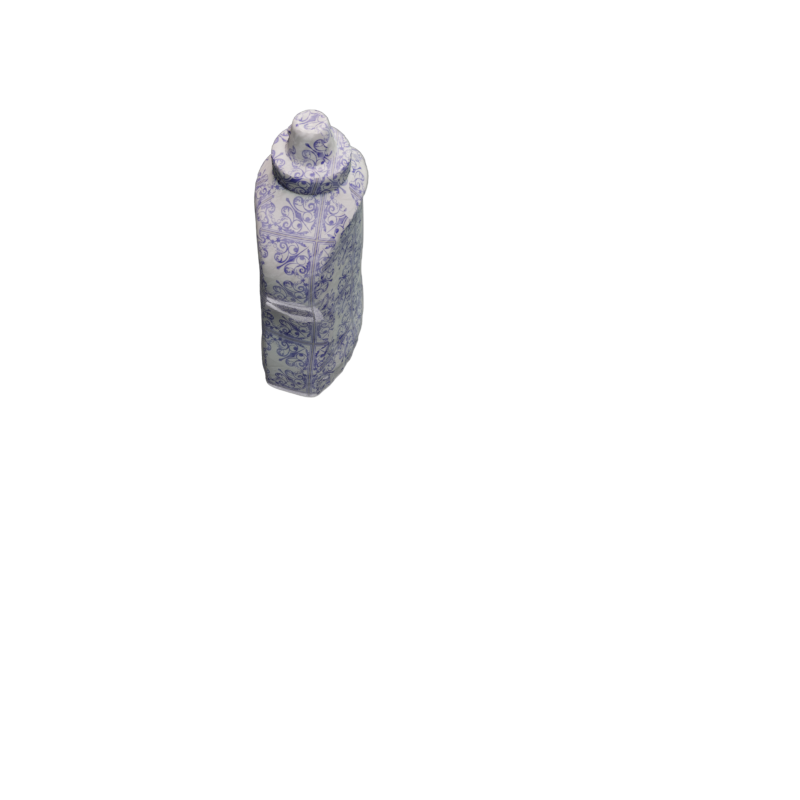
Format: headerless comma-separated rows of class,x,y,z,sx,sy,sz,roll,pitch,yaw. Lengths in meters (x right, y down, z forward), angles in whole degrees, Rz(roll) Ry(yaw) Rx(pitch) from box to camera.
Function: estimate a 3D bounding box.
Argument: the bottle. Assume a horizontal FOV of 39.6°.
bottle,-0.049,-0.088,0.616,0.059,0.101,0.179,16,-32,6
